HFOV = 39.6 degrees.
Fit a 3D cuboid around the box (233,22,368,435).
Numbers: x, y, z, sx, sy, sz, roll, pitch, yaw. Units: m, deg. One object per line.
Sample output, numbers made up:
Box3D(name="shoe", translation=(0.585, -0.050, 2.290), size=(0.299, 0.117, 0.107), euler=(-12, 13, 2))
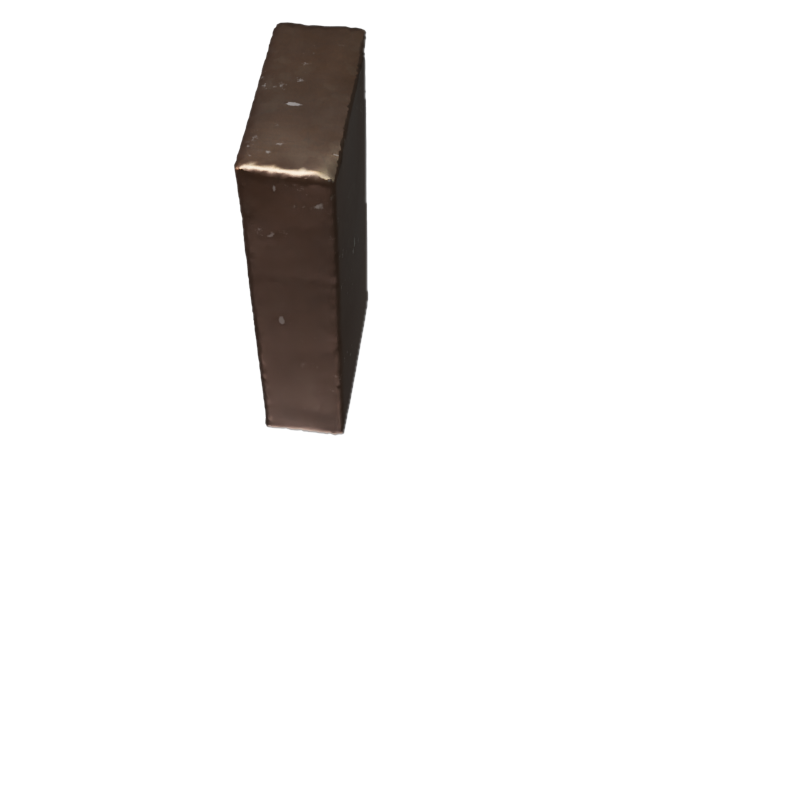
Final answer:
Box3D(name="box", translation=(-0.039, -0.071, 0.501), size=(0.048, 0.099, 0.165), euler=(7, -37, 1))
